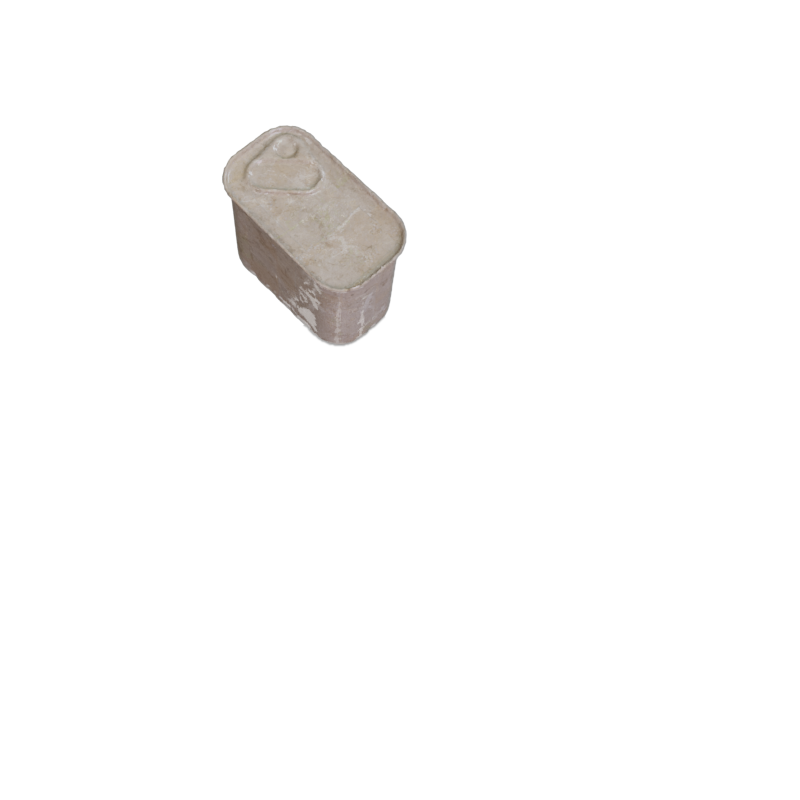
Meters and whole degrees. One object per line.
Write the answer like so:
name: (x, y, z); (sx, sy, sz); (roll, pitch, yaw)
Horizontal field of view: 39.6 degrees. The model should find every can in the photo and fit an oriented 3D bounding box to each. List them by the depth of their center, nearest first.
can: (-0.048, -0.087, 0.606); (0.058, 0.107, 0.079); (-40, -17, -17)
